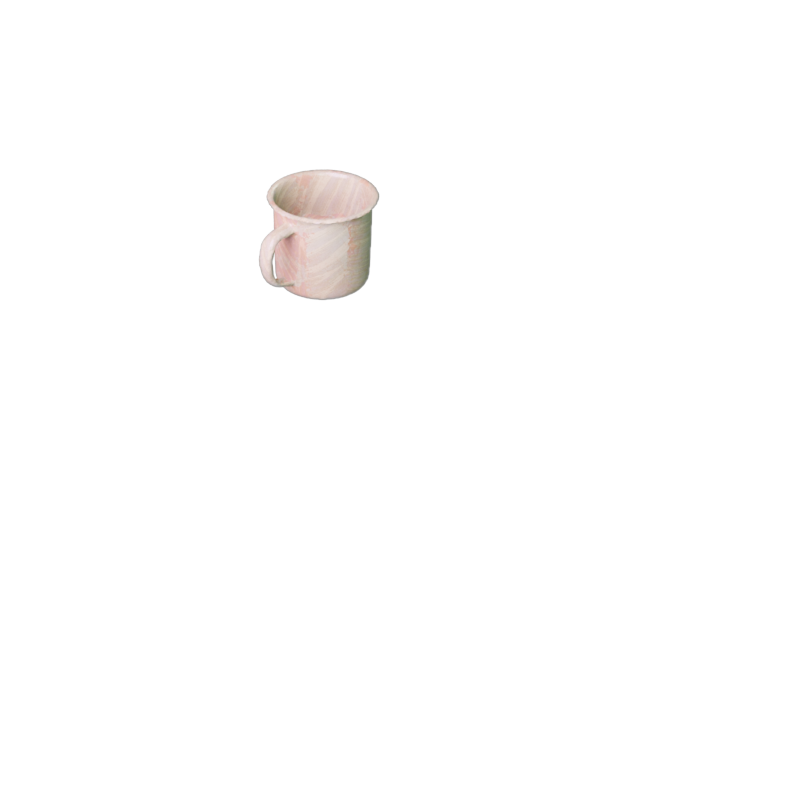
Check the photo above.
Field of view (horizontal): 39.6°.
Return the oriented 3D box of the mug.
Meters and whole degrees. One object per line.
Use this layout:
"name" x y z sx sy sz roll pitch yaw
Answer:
"mug" -0.073 -0.133 0.929 0.099 0.076 0.118 25 42 30
